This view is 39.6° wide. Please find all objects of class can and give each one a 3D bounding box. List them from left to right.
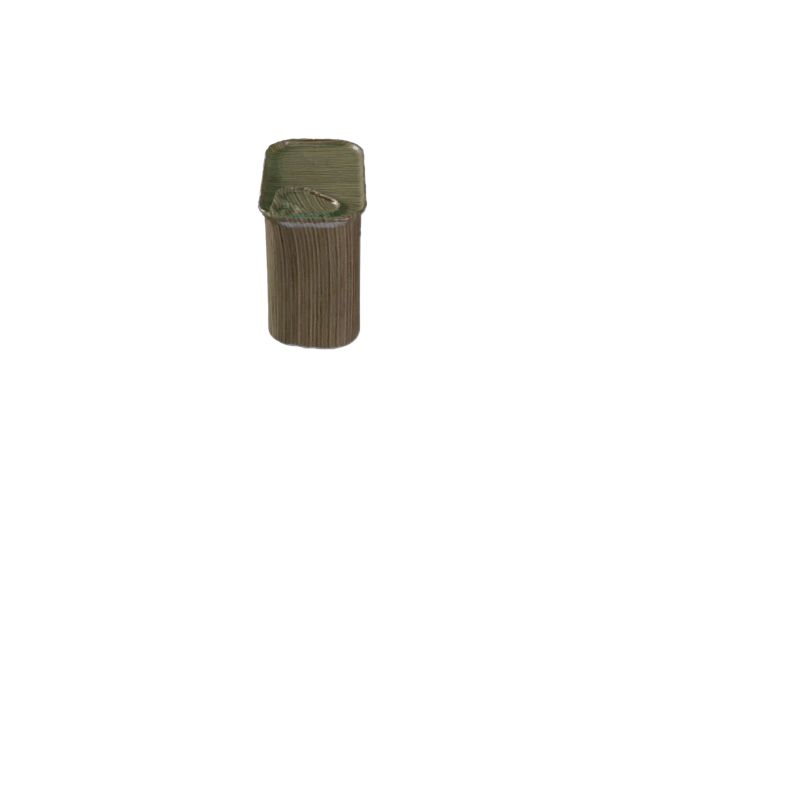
[{"bbox_3d":[-0.049,-0.090,0.628,0.057,0.079,0.109,0,33,-3],"label":"can"}]
